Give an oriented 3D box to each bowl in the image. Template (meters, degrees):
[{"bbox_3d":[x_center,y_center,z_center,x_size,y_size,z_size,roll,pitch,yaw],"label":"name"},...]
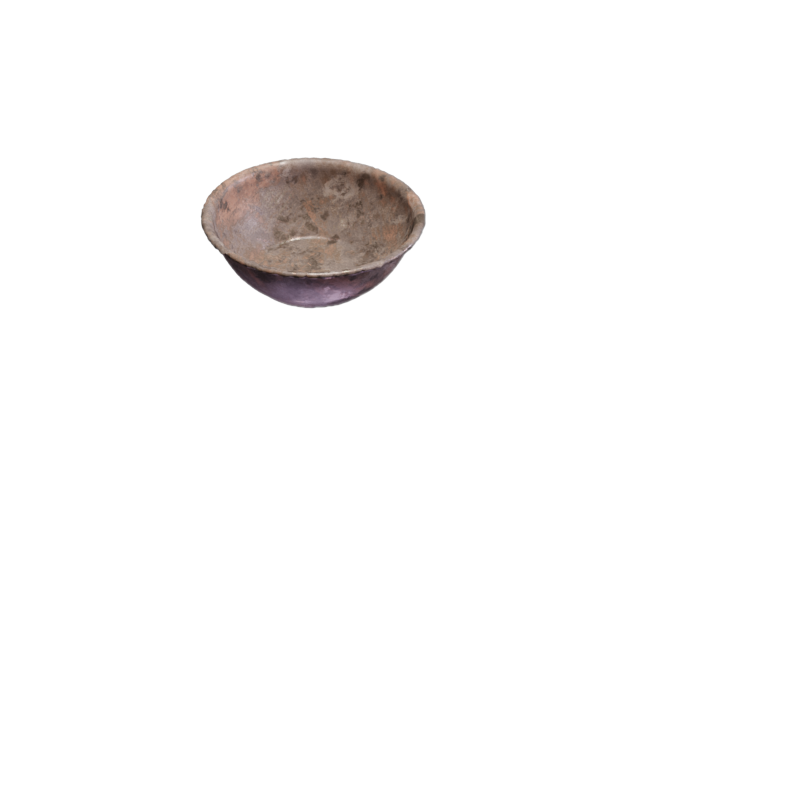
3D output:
[{"bbox_3d":[-0.064,-0.116,0.812,0.162,0.051,0.174,-1,39,-2],"label":"bowl"}]
